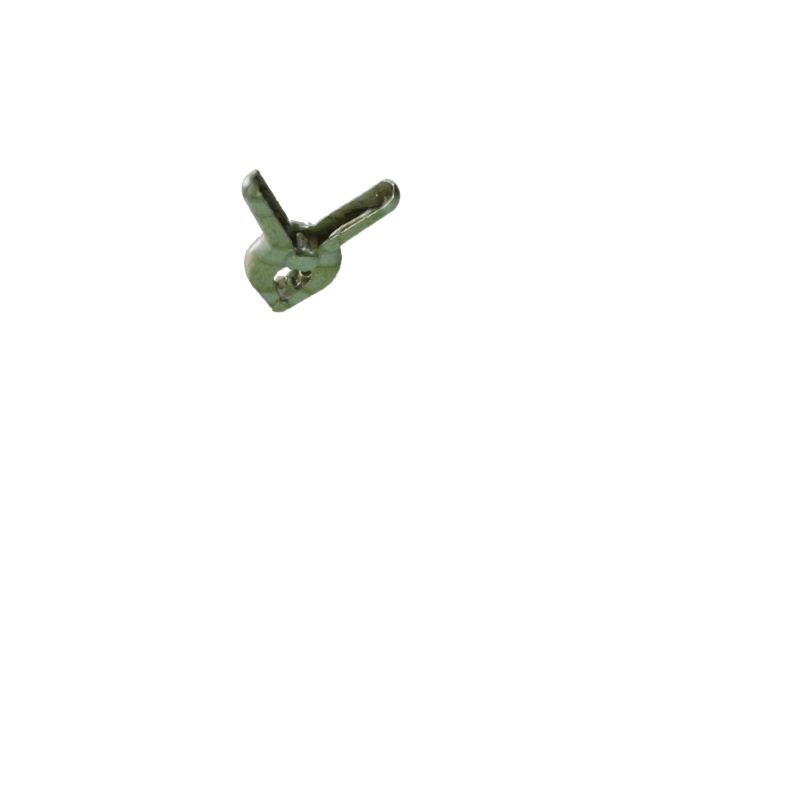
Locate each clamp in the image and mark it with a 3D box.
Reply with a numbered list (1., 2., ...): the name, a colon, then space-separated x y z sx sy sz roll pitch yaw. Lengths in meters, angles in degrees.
1. clamp: -0.069 -0.125 0.878 0.119 0.042 0.163 4 -27 -8
